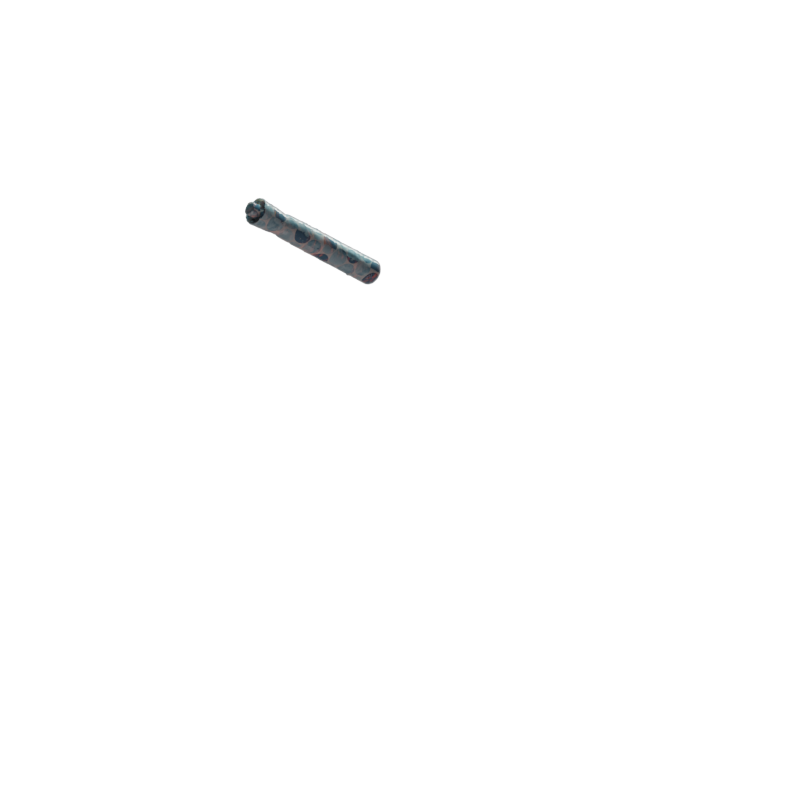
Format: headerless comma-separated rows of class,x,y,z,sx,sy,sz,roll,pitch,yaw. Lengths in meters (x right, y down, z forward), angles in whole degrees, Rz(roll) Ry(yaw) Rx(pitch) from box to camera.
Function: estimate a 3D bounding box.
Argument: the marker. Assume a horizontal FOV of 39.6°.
marker,-0.060,-0.109,0.761,0.113,0.020,0.021,23,-13,-41
